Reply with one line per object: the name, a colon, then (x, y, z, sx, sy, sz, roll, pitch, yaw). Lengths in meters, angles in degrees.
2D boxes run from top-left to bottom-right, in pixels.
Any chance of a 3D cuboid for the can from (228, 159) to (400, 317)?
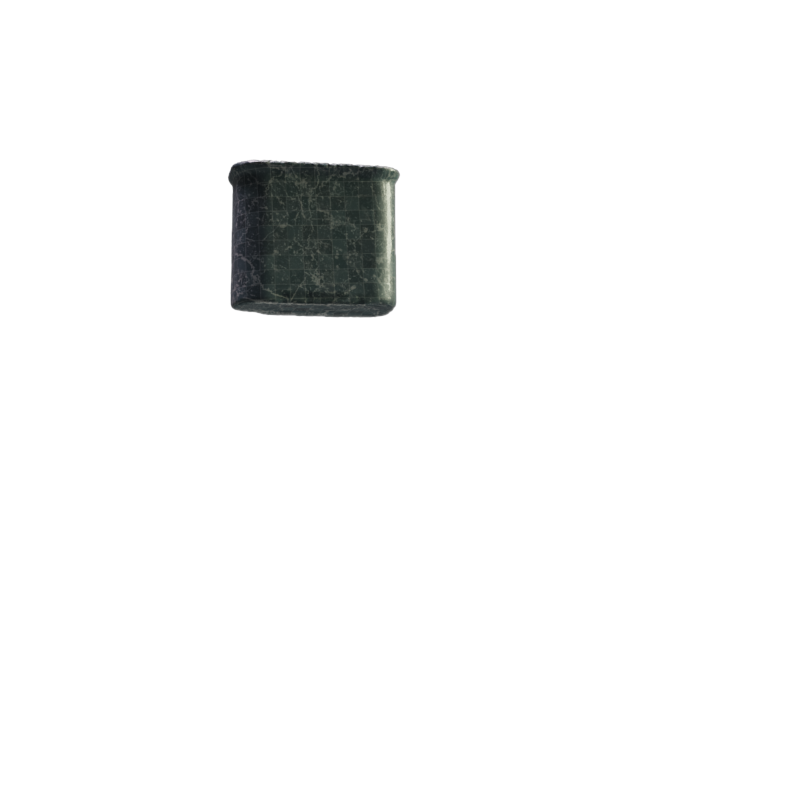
can: (-0.052, -0.095, 0.662, 0.100, 0.086, 0.057, 1, -9, -11)
